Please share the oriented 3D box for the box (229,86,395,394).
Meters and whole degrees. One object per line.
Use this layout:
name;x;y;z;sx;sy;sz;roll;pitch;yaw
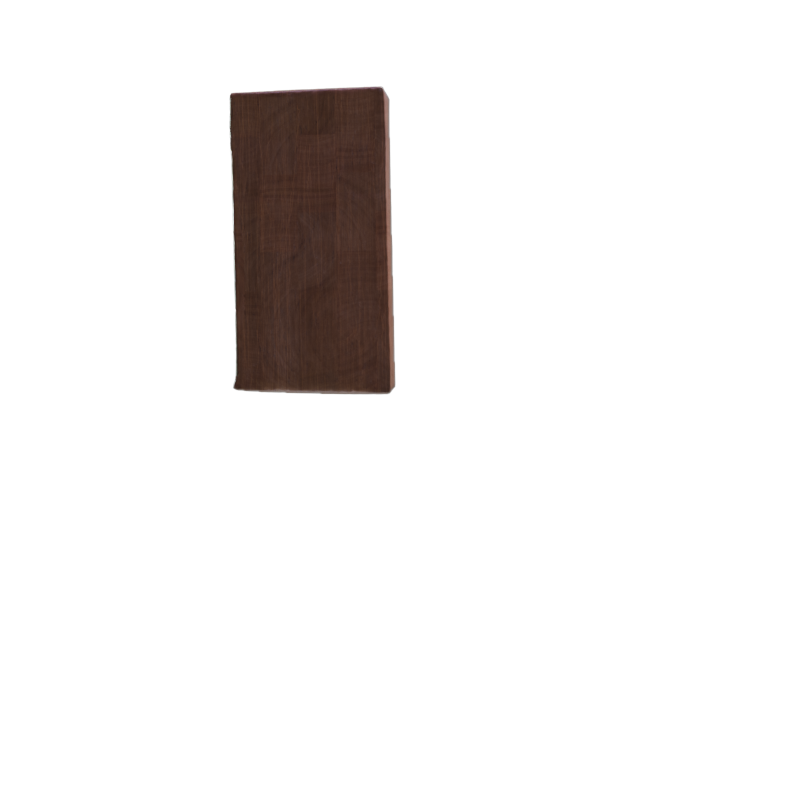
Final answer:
box;-0.051;-0.093;0.654;0.094;0.178;0.047;0;-3;8
